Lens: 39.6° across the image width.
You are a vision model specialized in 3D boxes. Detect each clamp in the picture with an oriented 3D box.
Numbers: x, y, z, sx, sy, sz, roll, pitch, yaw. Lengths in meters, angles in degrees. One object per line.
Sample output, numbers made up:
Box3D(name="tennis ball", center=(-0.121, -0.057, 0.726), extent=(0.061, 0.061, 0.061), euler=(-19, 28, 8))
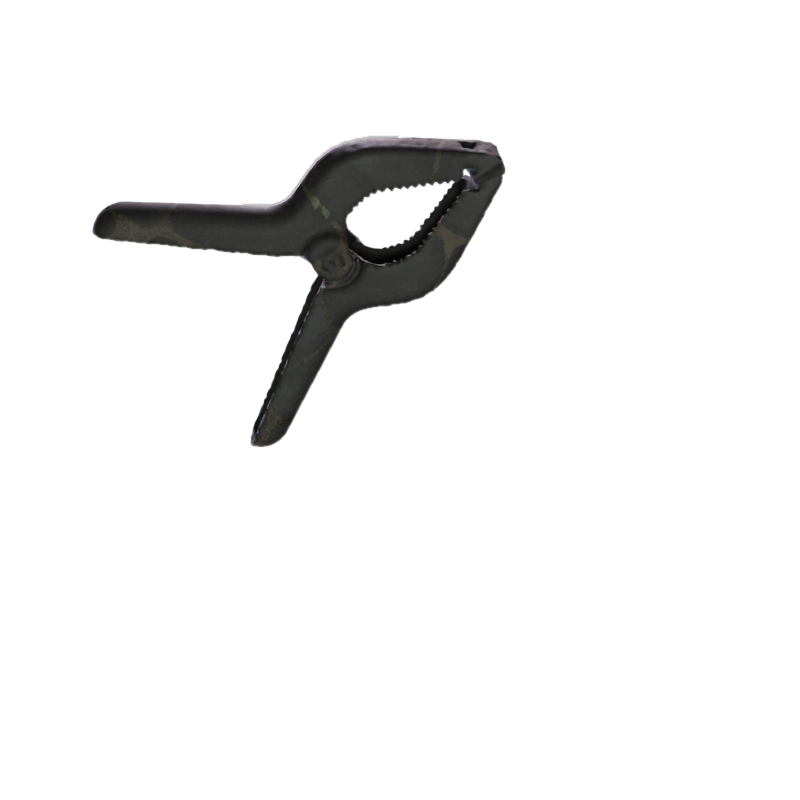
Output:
Box3D(name="clamp", center=(-0.046, -0.084, 0.586), extent=(0.209, 0.157, 0.038), euler=(-35, 20, 15))
